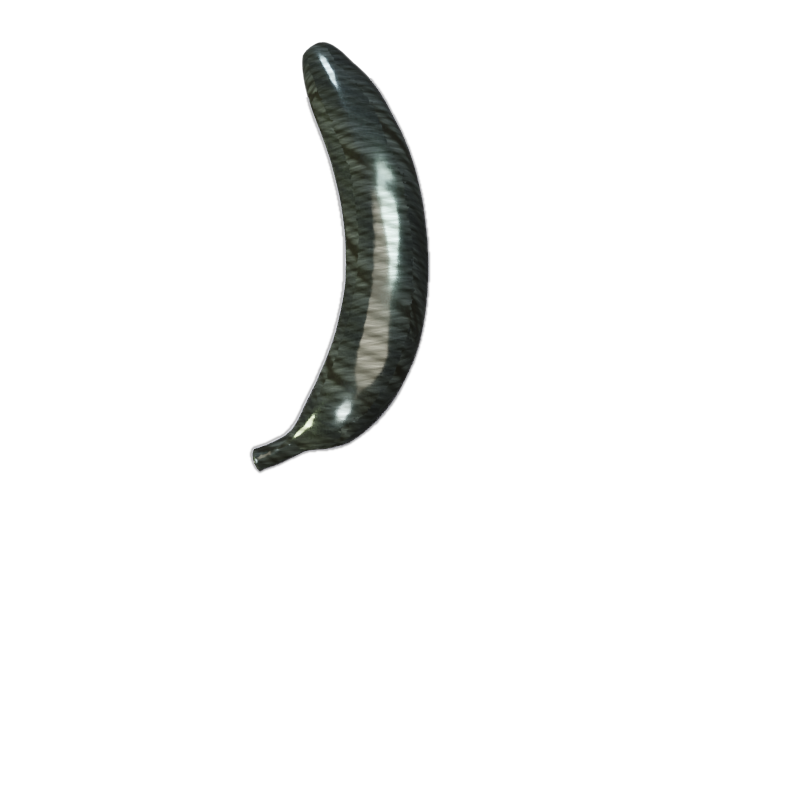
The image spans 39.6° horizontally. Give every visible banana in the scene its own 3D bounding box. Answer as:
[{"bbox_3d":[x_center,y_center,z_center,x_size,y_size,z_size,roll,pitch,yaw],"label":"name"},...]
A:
[{"bbox_3d":[-0.021,-0.064,0.493,0.070,0.203,0.036,7,-11,0],"label":"banana"}]
